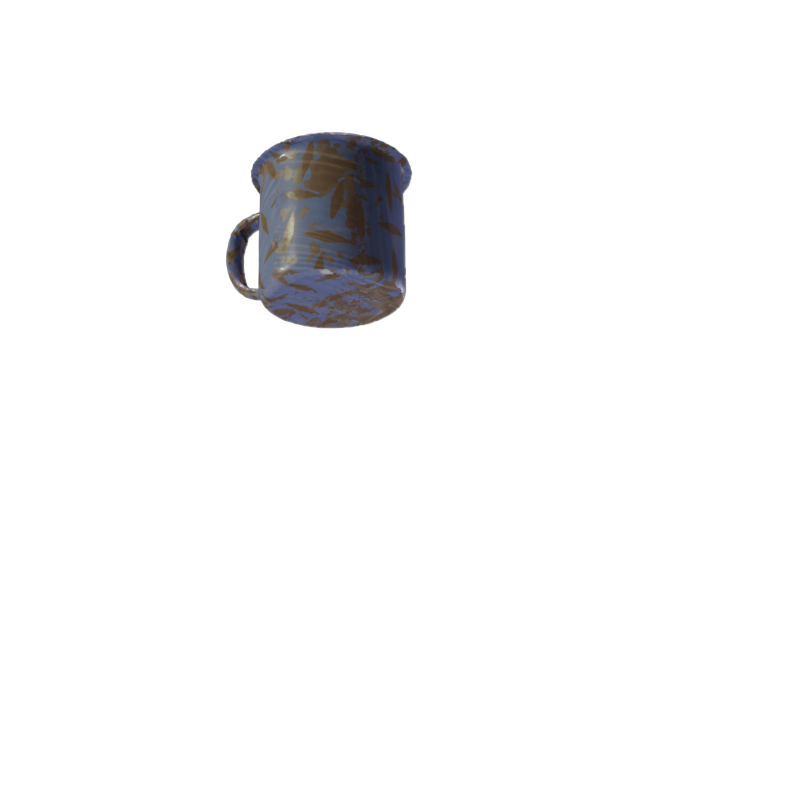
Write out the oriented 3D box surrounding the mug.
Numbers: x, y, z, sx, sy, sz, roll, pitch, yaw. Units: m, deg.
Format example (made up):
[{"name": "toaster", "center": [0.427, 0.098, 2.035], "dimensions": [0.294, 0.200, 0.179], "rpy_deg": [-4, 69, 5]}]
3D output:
[{"name": "mug", "center": [-0.049, -0.090, 0.628], "dimensions": [0.119, 0.086, 0.087], "rpy_deg": [-12, -25, 25]}]
